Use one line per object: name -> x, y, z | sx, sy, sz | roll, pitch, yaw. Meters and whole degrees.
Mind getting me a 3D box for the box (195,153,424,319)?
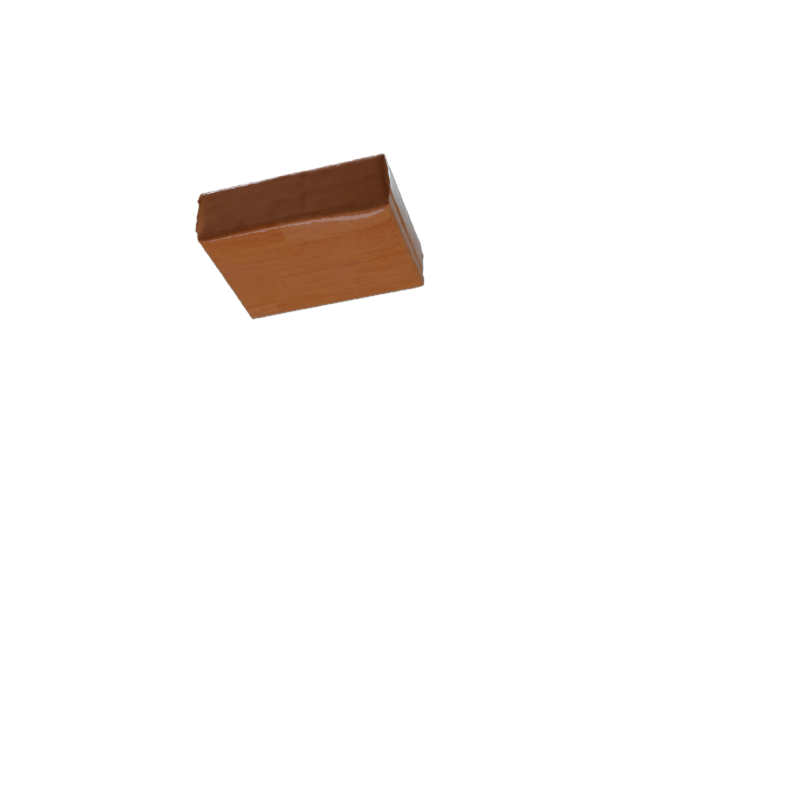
box -> -0.050, -0.092, 0.644 | 0.115, 0.041, 0.083 | -8, -30, 13
